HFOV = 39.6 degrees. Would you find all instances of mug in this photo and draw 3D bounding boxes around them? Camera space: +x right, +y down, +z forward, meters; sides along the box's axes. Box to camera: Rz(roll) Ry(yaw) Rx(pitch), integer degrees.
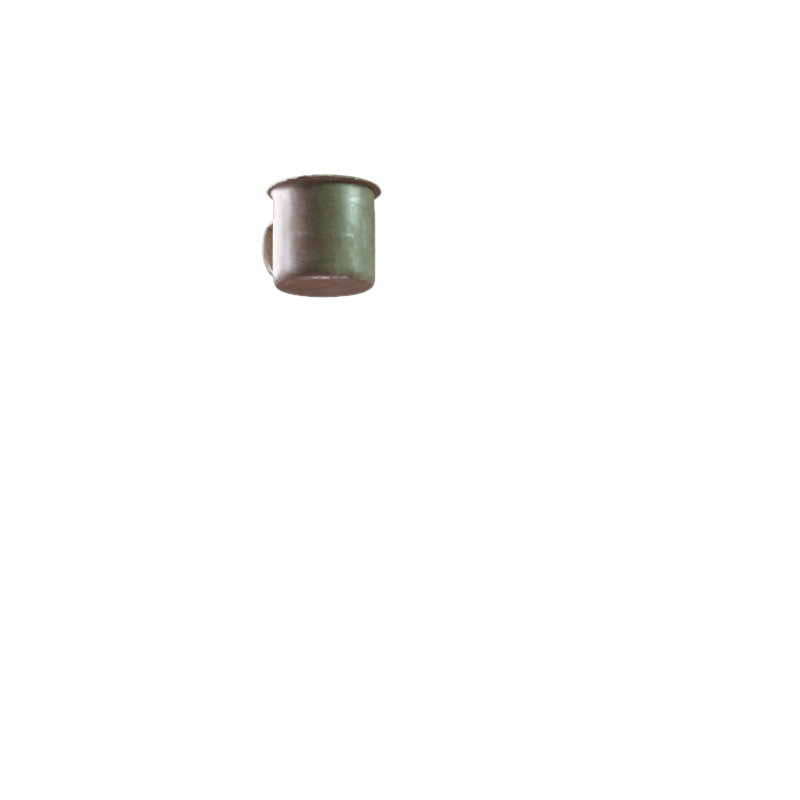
[{"bbox_3d":[-0.070,-0.128,0.897,0.120,0.084,0.088,-8,-12,41],"label":"mug"}]
